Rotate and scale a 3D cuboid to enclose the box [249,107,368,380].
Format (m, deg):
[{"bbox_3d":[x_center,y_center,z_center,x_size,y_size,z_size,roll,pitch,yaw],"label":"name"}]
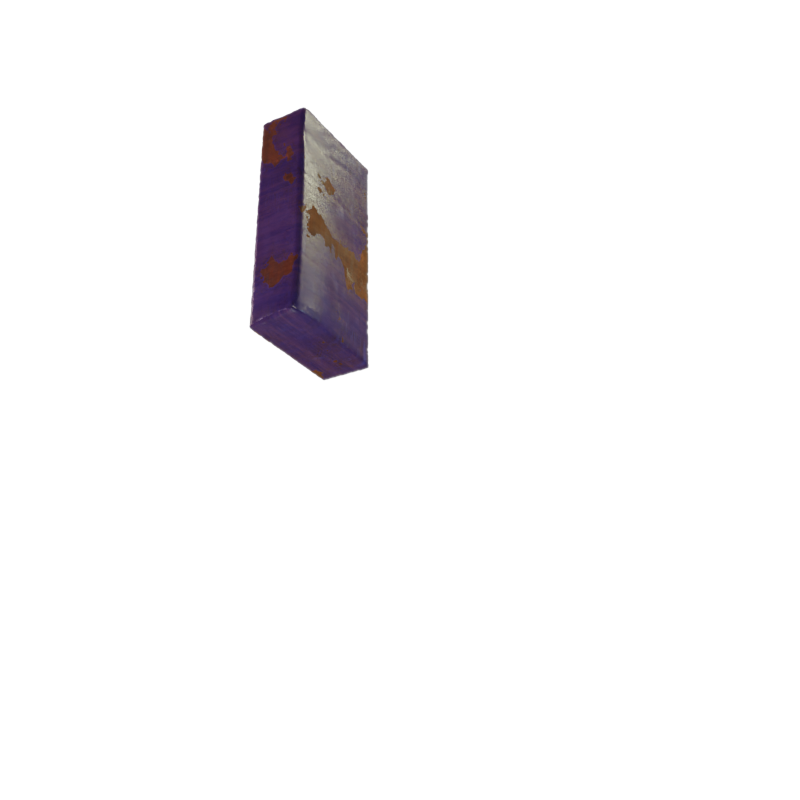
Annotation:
[{"bbox_3d":[-0.063,-0.114,0.802,0.048,0.188,0.086,-21,-37,25],"label":"box"}]
